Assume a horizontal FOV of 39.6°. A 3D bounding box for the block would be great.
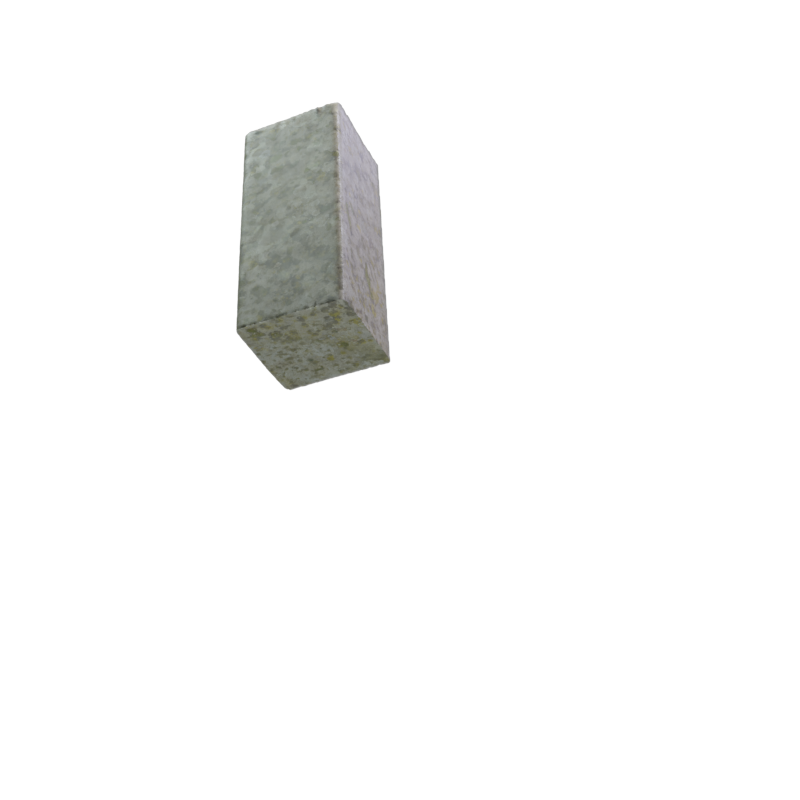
[{"bbox_3d":[-0.070,-0.127,0.885,0.091,0.221,0.083,-17,-40,17],"label":"block"}]
